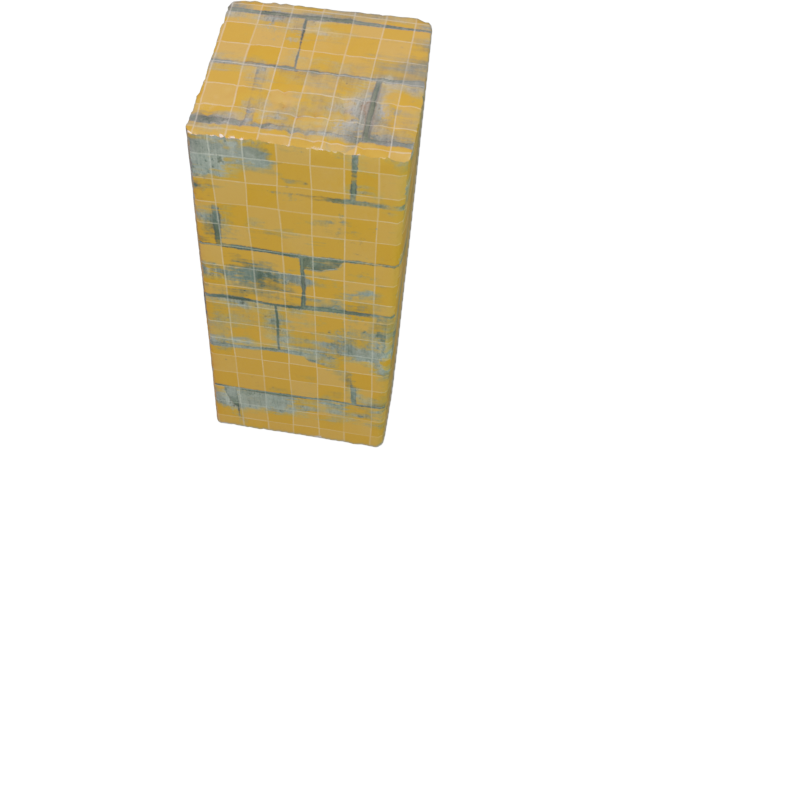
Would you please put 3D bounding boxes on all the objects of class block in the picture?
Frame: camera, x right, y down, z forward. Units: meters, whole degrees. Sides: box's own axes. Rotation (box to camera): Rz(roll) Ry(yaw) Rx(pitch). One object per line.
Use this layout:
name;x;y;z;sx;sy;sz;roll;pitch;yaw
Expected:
block;-0.041;-0.076;0.527;0.091;0.096;0.192;8;-37;2
